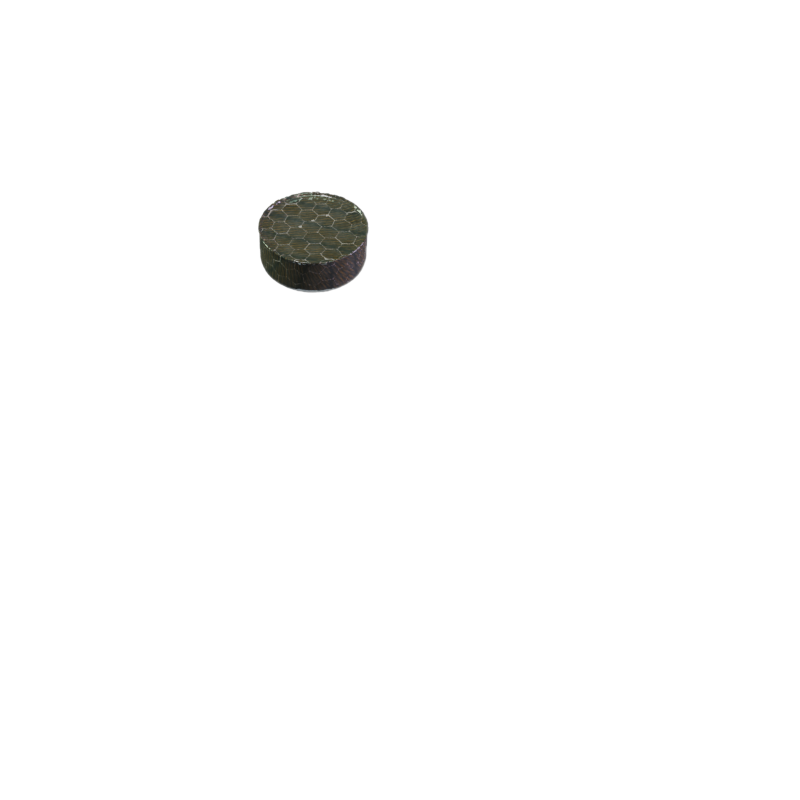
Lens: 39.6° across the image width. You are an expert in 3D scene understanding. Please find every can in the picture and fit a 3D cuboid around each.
[{"bbox_3d":[-0.068,-0.124,0.871,0.086,0.092,0.031,-1,-44,-1],"label":"can"}]
